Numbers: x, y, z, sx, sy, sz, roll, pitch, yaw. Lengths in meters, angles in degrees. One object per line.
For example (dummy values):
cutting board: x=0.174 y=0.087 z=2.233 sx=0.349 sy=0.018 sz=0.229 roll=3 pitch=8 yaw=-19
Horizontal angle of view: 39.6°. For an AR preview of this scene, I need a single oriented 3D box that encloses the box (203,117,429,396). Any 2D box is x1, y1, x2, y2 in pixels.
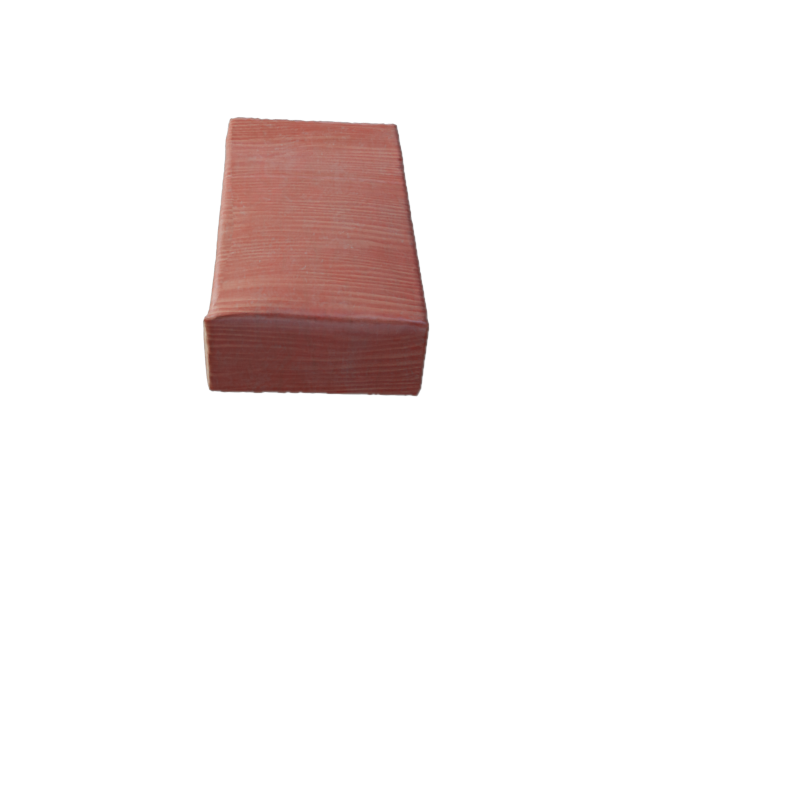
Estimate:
box: x=-0.041 y=-0.075 z=0.530 sx=0.093 sy=0.045 sz=0.188 roll=1 pitch=37 yaw=-4
